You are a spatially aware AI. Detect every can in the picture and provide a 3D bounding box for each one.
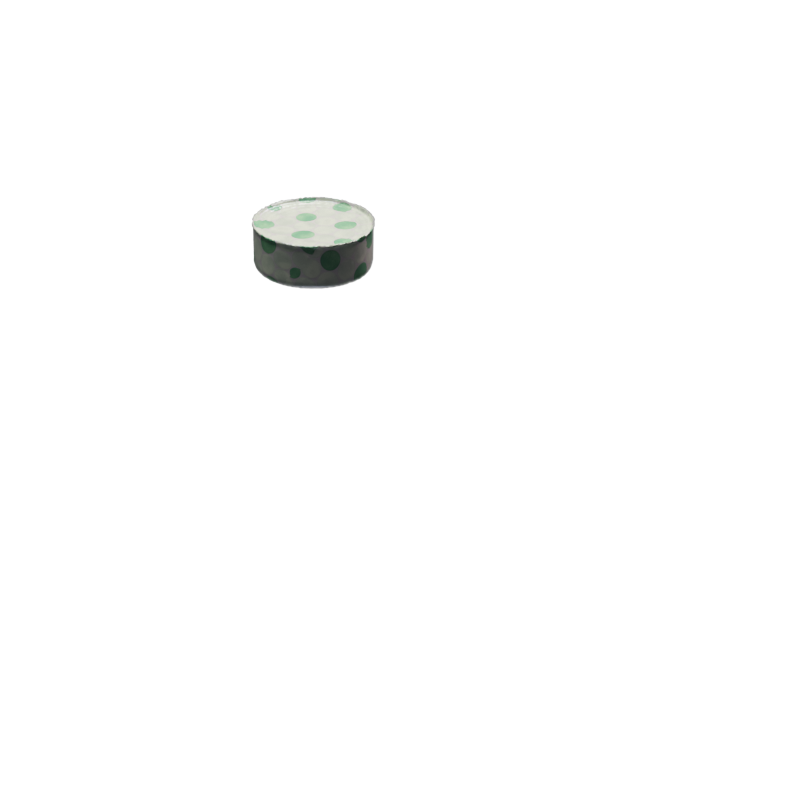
[{"bbox_3d":[-0.061,-0.111,0.777,0.086,0.032,0.091,-1,31,-2],"label":"can"}]
